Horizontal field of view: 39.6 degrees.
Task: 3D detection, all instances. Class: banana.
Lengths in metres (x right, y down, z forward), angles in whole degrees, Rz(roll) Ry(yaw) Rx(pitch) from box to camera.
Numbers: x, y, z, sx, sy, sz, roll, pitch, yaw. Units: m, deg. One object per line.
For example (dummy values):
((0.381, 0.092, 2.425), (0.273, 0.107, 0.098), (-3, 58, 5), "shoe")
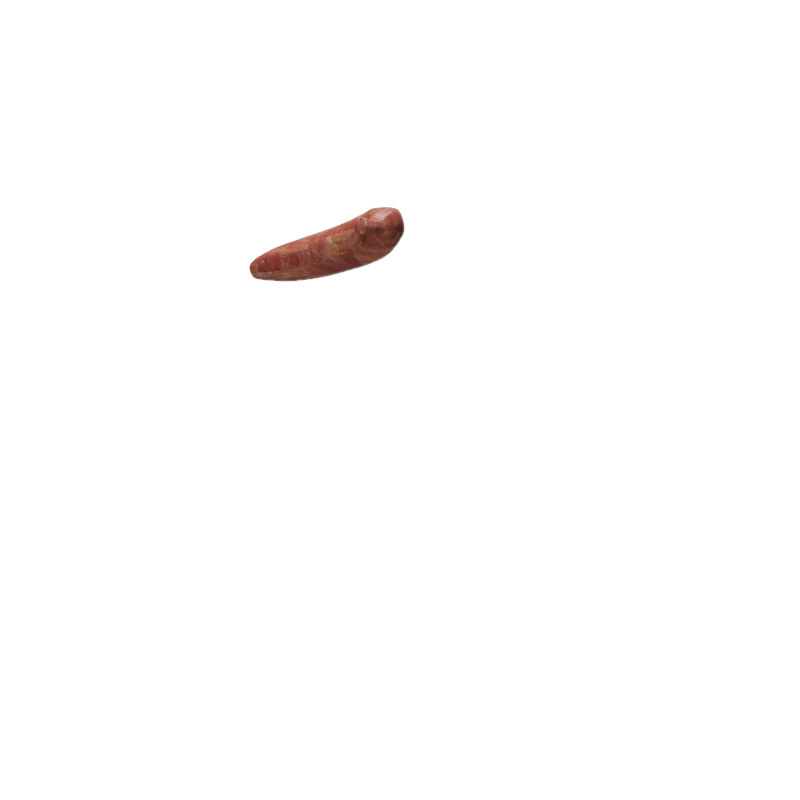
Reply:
((-0.051, -0.125, 0.884), (0.067, 0.038, 0.200), (5, -9, -31), "banana")
